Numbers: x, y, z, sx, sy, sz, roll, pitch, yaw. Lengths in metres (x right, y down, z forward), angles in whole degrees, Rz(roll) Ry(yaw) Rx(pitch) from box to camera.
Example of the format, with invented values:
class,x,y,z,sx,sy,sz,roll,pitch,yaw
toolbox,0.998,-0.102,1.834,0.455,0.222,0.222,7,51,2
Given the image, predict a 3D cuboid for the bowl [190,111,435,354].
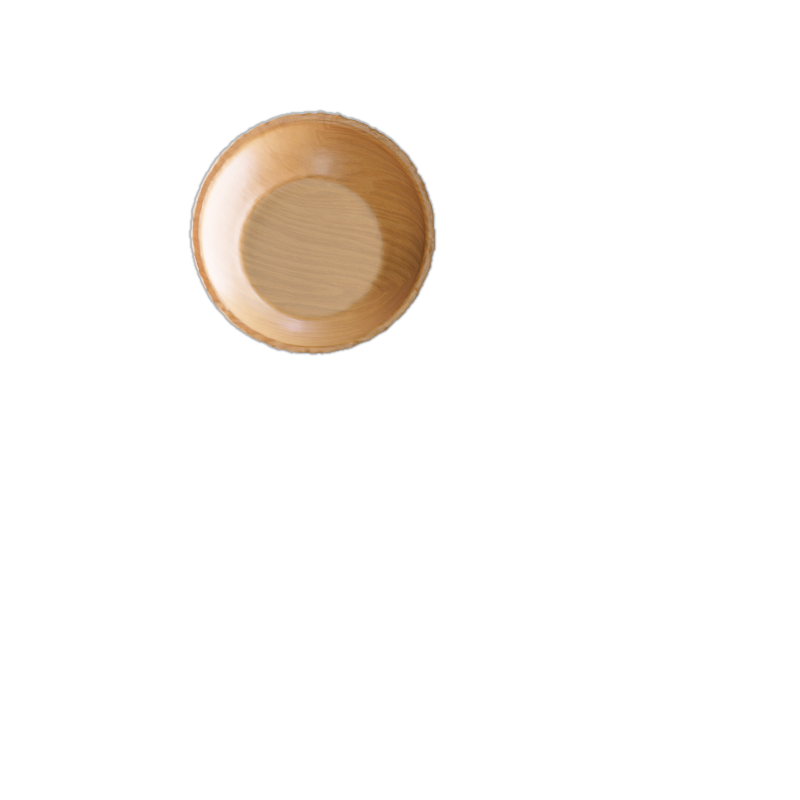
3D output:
class,x,y,z,sx,sy,sz,roll,pitch,yaw
bowl,-0.055,-0.101,0.706,0.162,0.158,0.056,0,11,-1
